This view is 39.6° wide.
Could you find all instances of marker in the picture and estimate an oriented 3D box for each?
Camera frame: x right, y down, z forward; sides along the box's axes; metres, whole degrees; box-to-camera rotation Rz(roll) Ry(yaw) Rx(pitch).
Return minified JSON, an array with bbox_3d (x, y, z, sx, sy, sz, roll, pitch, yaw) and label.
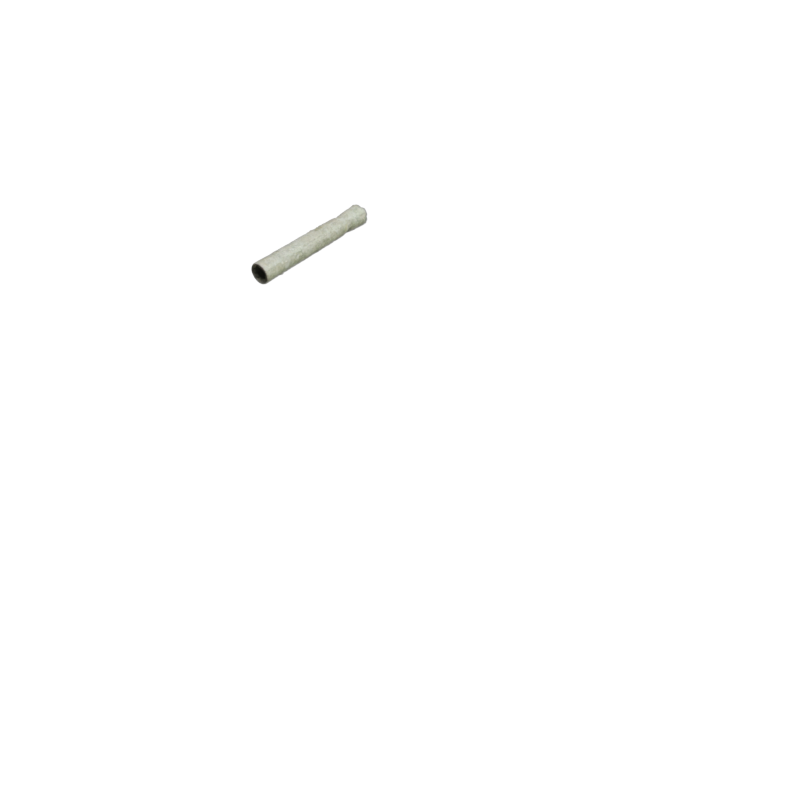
[{"bbox_3d":[-0.070,-0.128,0.895,0.021,0.019,0.122,4,32,47],"label":"marker"}]
